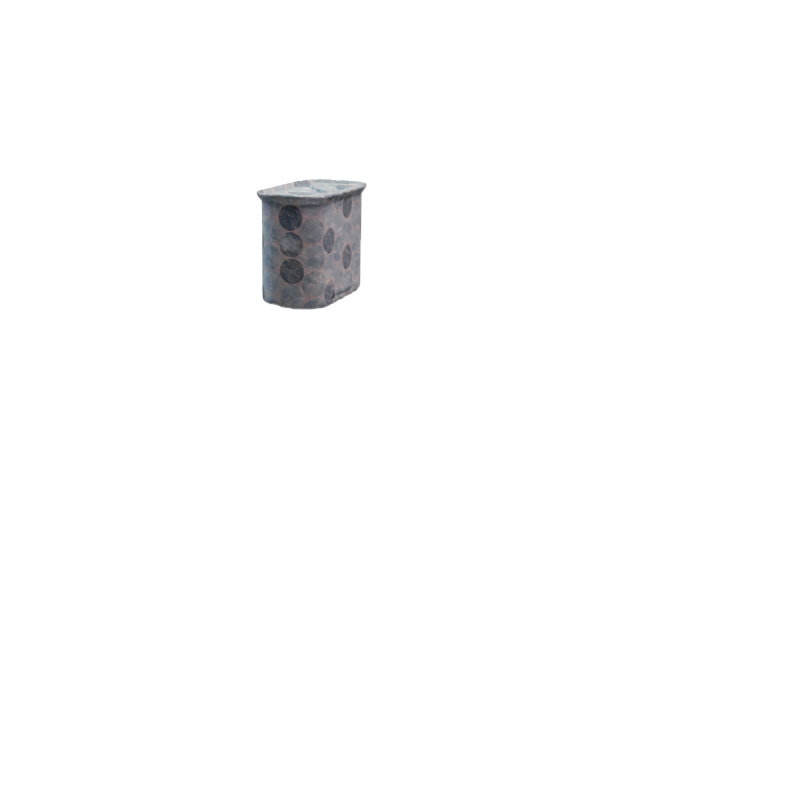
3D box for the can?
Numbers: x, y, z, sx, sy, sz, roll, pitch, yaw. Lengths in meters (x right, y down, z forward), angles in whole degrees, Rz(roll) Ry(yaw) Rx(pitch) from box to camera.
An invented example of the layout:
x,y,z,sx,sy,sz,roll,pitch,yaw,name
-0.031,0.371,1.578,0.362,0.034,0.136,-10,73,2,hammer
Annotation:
x,y,z,sx,sy,sz,roll,pitch,yaw,name
-0.066,-0.120,0.837,0.059,0.081,0.102,5,15,20,can
